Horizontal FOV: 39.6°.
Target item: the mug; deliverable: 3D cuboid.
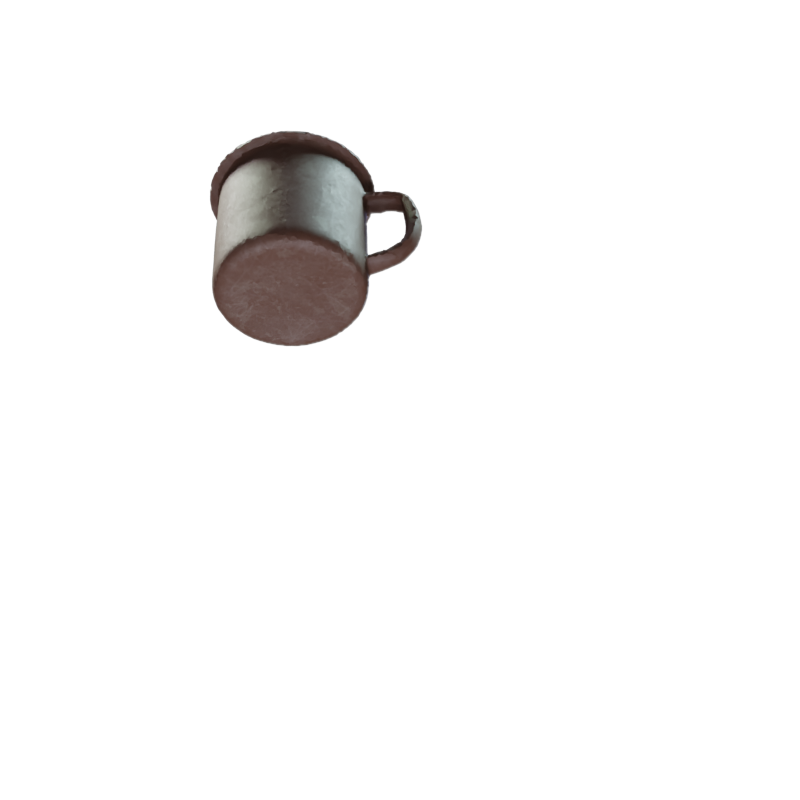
[{"bbox_3d":[-0.047,-0.085,0.595,0.118,0.087,0.086,-6,-44,4],"label":"mug"}]
